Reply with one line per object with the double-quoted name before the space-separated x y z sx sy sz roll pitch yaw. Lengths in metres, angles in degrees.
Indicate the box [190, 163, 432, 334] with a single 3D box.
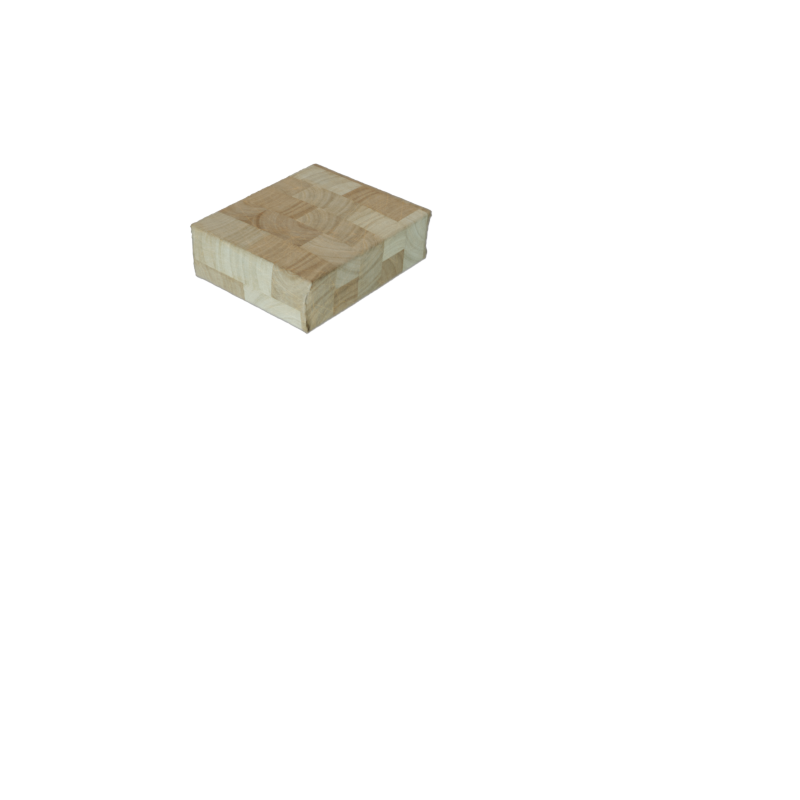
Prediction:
"box" -0.050 -0.091 0.638 0.095 0.036 0.114 25 43 29
